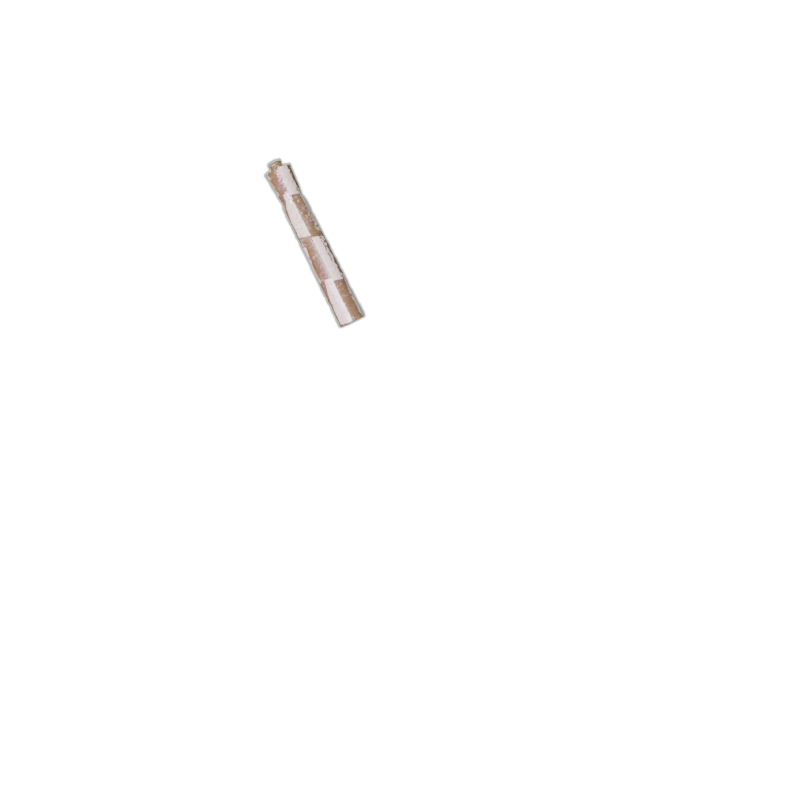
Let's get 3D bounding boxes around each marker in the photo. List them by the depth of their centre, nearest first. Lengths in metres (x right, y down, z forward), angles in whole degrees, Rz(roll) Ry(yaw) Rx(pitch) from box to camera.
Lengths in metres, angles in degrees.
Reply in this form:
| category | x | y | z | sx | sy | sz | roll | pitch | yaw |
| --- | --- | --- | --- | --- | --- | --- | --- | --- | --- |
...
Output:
| category | x | y | z | sx | sy | sz | roll | pitch | yaw |
| --- | --- | --- | --- | --- | --- | --- | --- | --- | --- |
| marker | -0.059 | -0.107 | 0.748 | 0.020 | 0.122 | 0.019 | -26 | -4 | -2 |
